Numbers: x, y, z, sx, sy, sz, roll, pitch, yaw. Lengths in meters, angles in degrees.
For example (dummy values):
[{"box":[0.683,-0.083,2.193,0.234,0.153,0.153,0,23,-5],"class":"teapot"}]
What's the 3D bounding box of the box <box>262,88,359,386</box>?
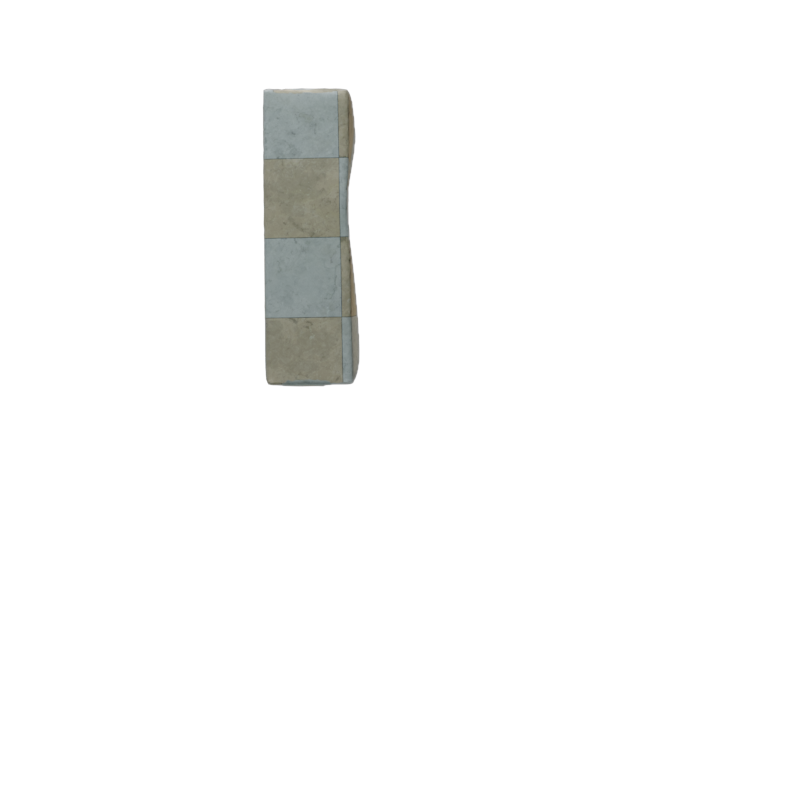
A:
[{"box":[-0.068,-0.124,0.869,0.072,0.215,0.164,0,0,-2],"class":"box"}]
